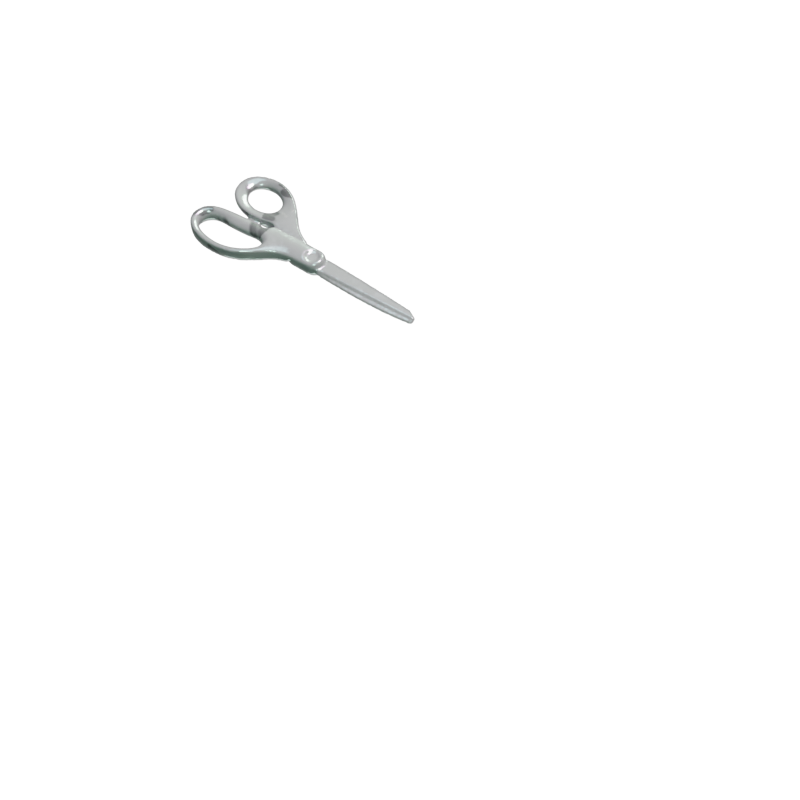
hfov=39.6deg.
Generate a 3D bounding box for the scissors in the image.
[{"bbox_3d":[-0.070,-0.127,0.891,0.207,0.100,0.015,18,-36,14],"label":"scissors"}]
